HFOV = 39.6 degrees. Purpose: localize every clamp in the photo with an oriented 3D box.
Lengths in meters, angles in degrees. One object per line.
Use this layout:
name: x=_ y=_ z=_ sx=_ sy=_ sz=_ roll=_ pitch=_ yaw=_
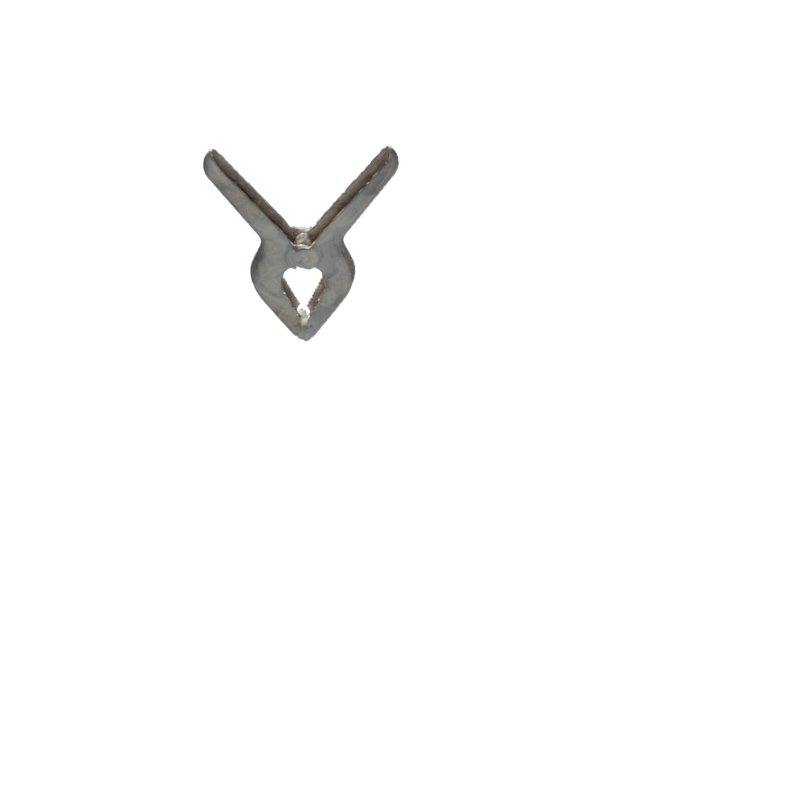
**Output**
clamp: x=-0.077 y=-0.141 z=0.987 sx=0.165 sy=0.195 sz=0.039 roll=-4 pitch=40 yaw=4
